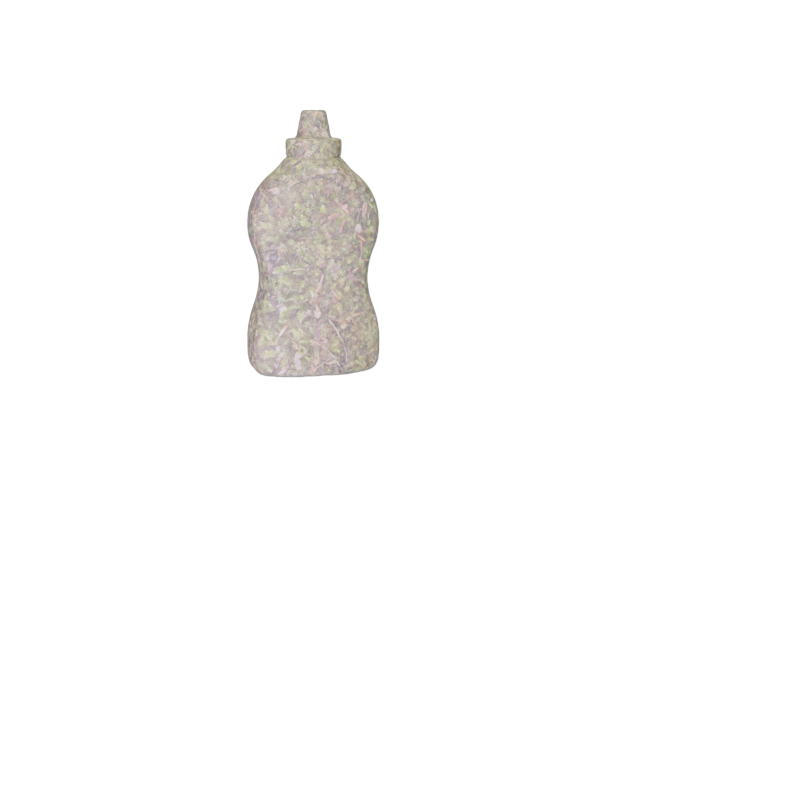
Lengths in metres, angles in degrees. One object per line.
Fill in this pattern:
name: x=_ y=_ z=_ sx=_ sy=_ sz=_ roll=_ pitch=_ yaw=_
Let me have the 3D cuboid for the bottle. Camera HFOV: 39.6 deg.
bottle: x=-0.063 y=-0.116 z=0.813 sx=0.094 sy=0.188 sz=0.060 roll=-2 pitch=8 yaw=-14
